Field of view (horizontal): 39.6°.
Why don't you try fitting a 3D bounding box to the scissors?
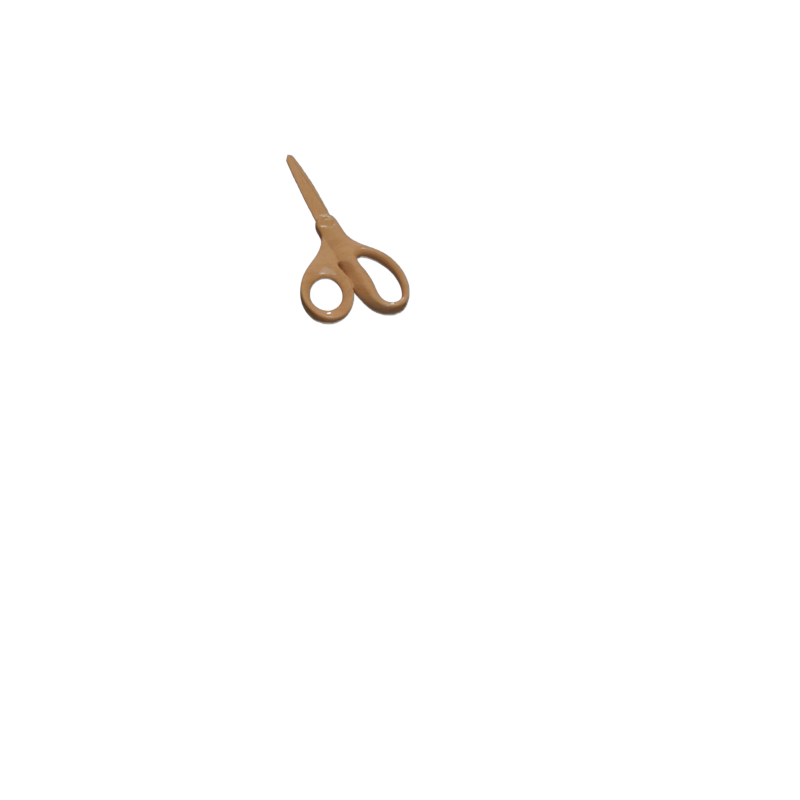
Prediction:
[{"bbox_3d":[-0.073,-0.133,0.935,0.096,0.015,0.216,-30,56,-22],"label":"scissors"}]
